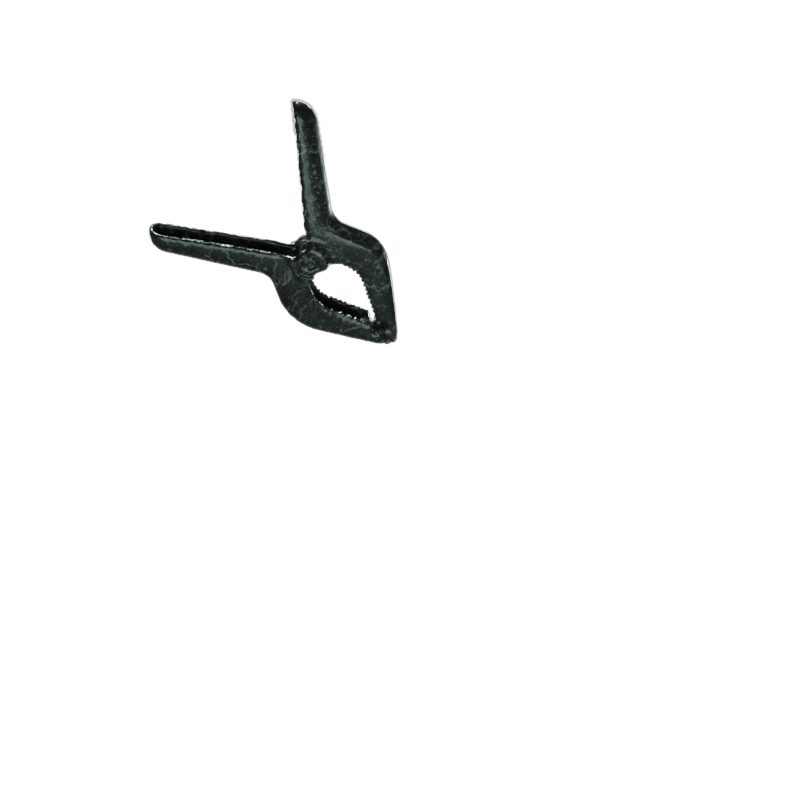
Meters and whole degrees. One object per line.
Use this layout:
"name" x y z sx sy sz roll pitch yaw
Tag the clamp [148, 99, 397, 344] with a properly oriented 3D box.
"clamp" -0.068 -0.124 0.870 0.201 0.162 0.039 38 22 -19
